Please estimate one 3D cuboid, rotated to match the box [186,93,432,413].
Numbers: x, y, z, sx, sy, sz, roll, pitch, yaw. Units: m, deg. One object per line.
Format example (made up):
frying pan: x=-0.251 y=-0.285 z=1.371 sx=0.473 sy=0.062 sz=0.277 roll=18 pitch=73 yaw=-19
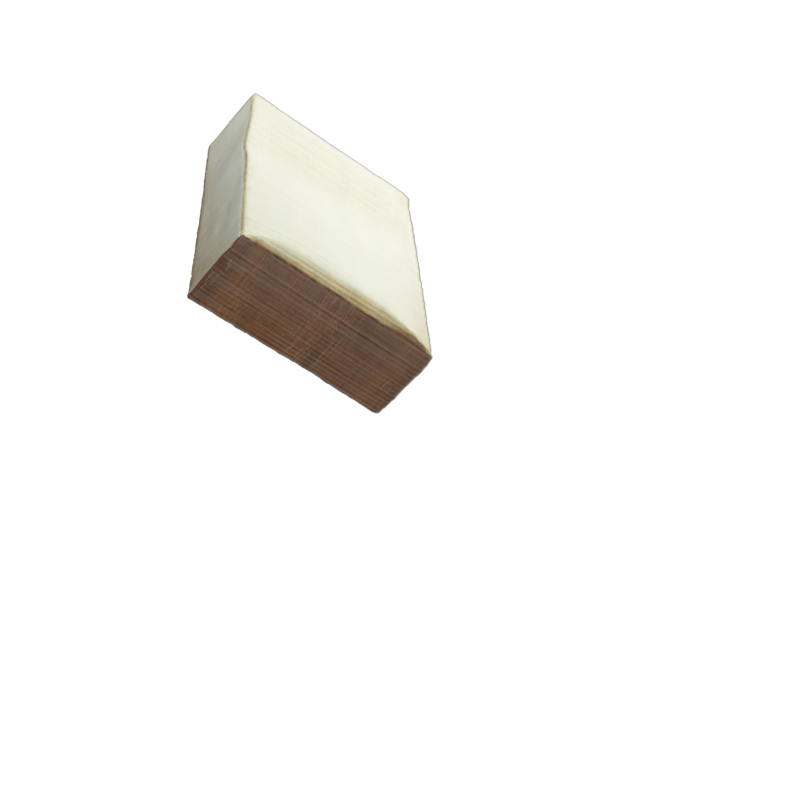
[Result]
box: x=-0.063 y=-0.116 z=0.811 sx=0.156 sy=0.070 sz=0.229 roll=31 pitch=30 yaw=-24
